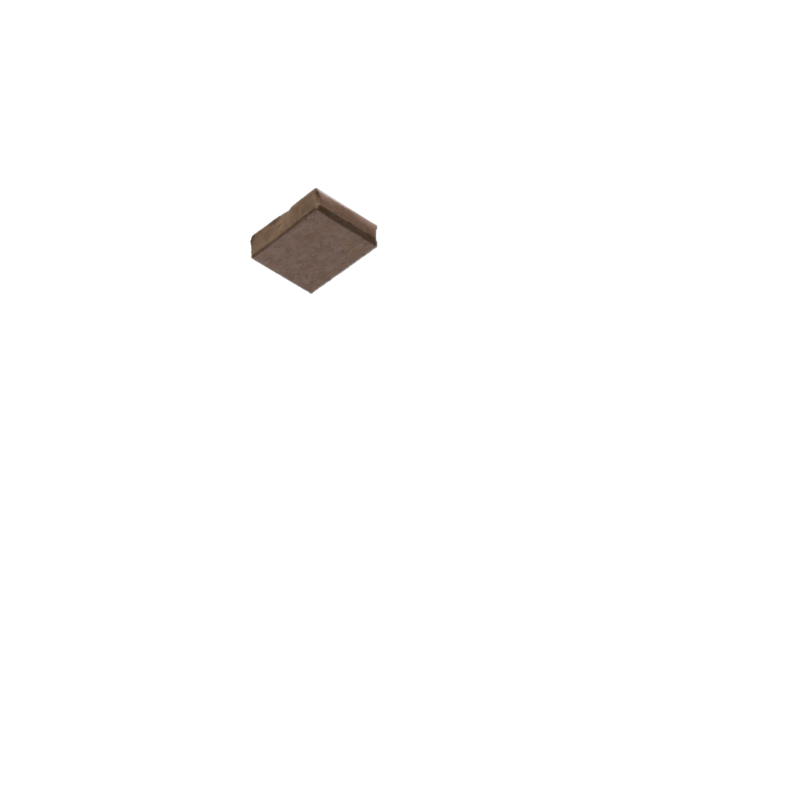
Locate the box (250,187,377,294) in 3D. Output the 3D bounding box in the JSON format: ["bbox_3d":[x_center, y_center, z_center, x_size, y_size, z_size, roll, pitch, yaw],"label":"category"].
[{"bbox_3d":[-0.076,-0.138,0.970,0.069,0.032,0.089,30,-46,-34],"label":"box"}]
